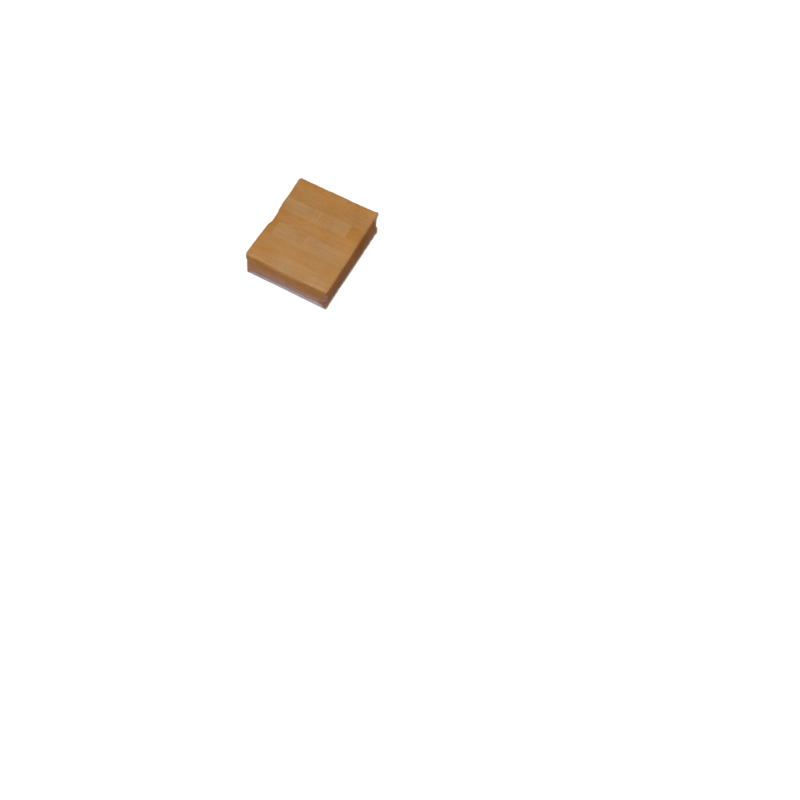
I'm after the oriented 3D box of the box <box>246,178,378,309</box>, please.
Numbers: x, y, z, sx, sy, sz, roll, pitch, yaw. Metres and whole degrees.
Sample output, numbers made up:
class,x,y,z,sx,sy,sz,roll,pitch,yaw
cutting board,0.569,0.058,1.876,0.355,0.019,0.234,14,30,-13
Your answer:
class,x,y,z,sx,sy,sz,roll,pitch,yaw
box,-0.069,-0.126,0.880,0.076,0.092,0.028,25,-28,14
